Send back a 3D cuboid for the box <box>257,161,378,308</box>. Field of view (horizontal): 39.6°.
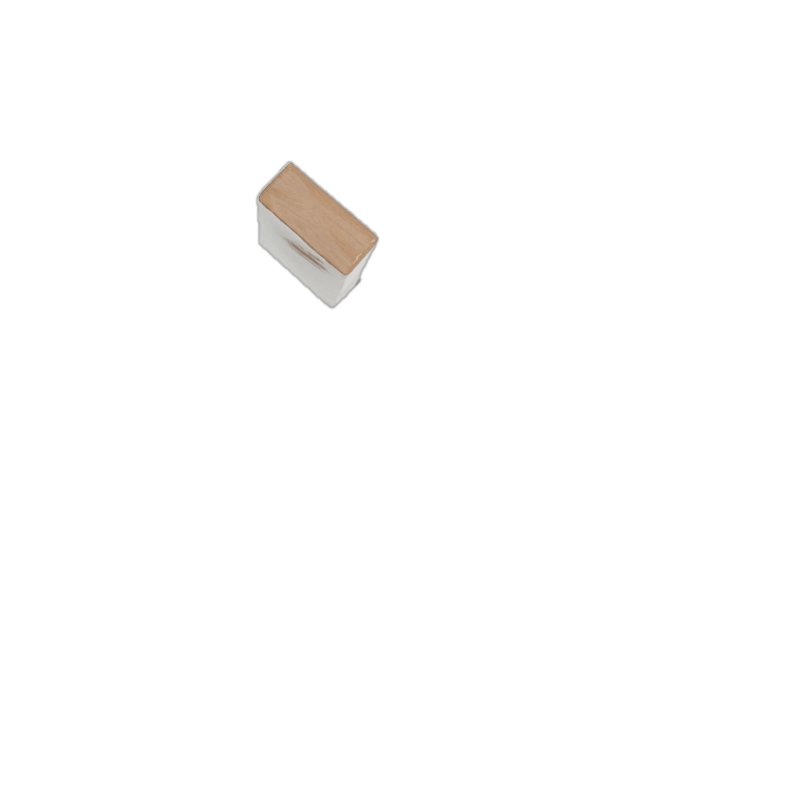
[{"bbox_3d":[-0.072,-0.130,0.914,0.094,0.048,0.174,42,-5,0],"label":"box"}]
